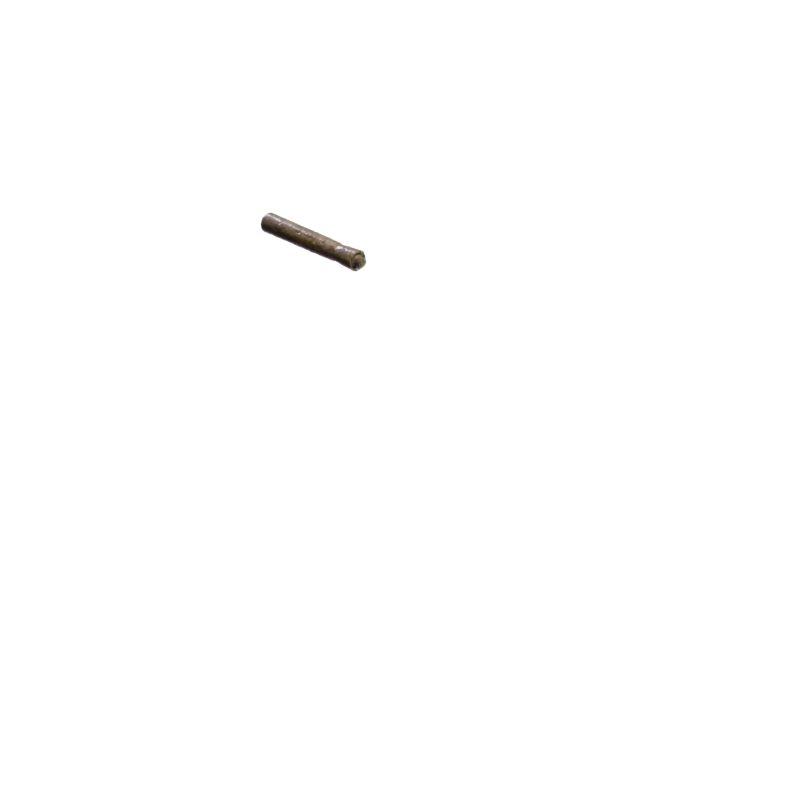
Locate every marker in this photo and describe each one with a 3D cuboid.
[{"bbox_3d":[-0.076,-0.139,0.974,0.129,0.019,0.019,28,21,38],"label":"marker"}]
